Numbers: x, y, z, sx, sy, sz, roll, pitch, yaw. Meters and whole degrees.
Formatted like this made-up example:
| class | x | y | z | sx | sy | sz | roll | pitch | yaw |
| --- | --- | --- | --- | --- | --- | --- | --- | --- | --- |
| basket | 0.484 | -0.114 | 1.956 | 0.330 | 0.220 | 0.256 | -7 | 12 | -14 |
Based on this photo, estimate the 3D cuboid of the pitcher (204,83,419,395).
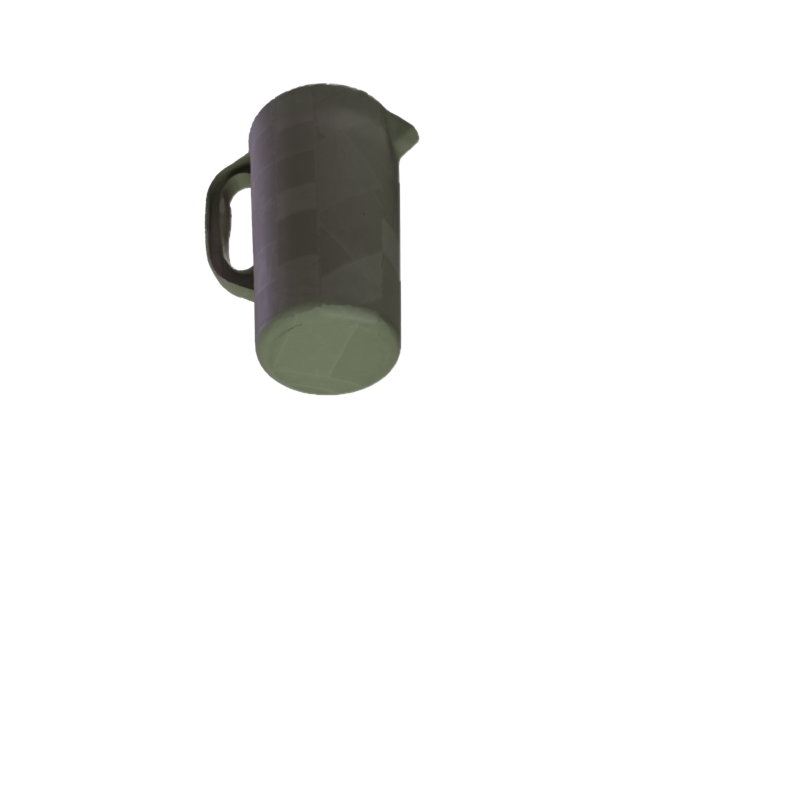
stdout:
| class | x | y | z | sx | sy | sz | roll | pitch | yaw |
| --- | --- | --- | --- | --- | --- | --- | --- | --- | --- |
| pitcher | -0.070 | -0.127 | 0.892 | 0.139 | 0.261 | 0.145 | 18 | -44 | -24 |
